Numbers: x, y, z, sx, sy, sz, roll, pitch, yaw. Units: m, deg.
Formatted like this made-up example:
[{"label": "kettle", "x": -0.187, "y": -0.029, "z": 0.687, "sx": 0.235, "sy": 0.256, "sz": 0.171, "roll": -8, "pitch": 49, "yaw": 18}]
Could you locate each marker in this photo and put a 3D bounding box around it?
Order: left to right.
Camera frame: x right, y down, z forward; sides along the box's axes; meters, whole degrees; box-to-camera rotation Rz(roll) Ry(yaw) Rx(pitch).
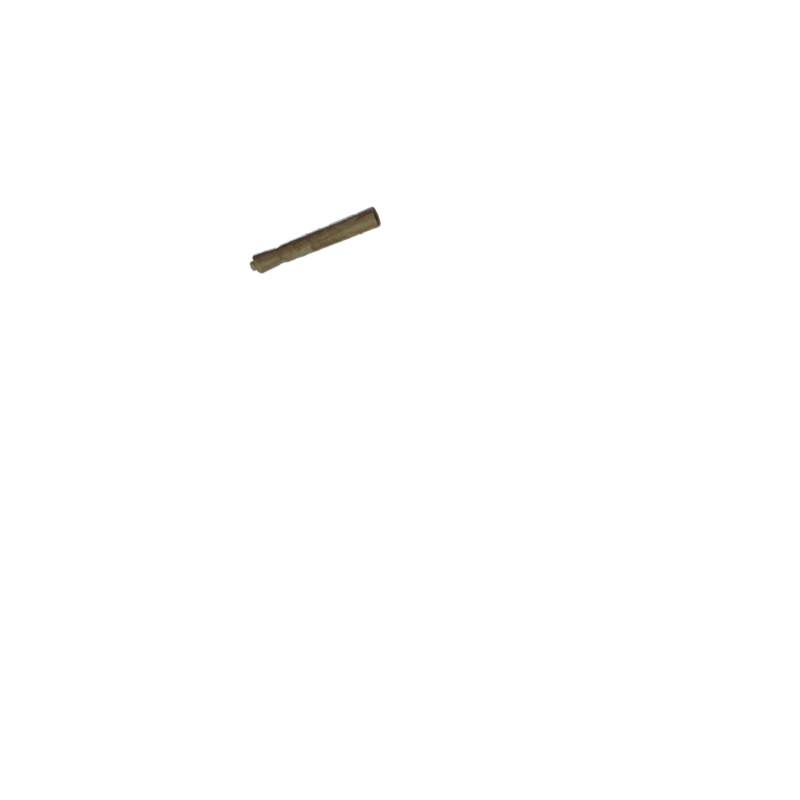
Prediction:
[{"label": "marker", "x": -0.075, "y": -0.137, "z": 0.962, "sx": 0.121, "sy": 0.020, "sz": 0.019, "roll": -20, "pitch": -1, "yaw": 14}]
